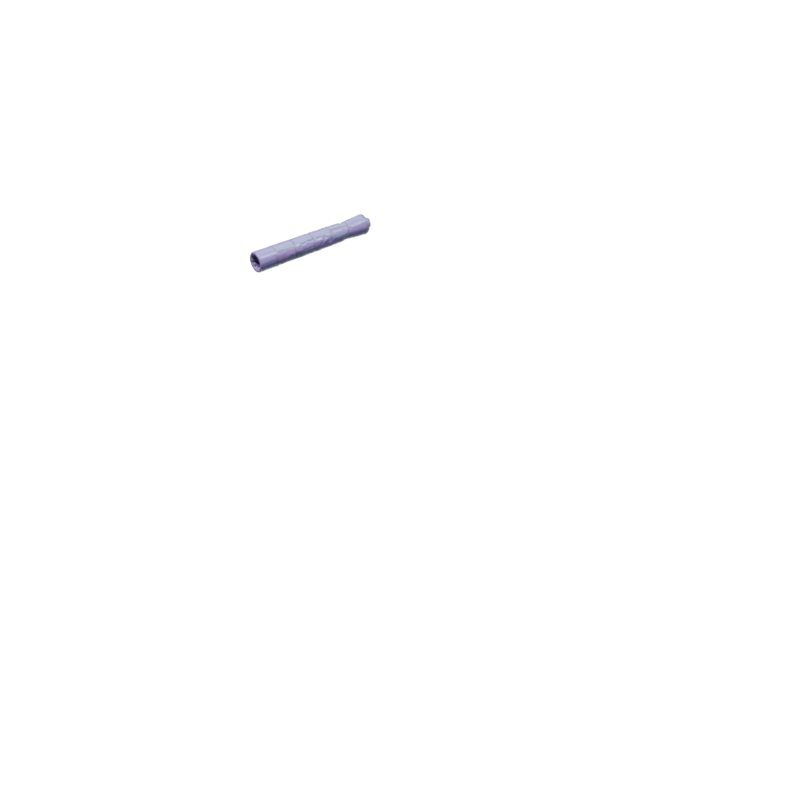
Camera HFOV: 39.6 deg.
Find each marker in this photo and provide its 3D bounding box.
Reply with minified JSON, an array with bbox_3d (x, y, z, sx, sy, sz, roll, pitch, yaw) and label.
[{"bbox_3d":[-0.077,-0.140,0.977,0.120,0.019,0.021,-25,16,-29],"label":"marker"}]
